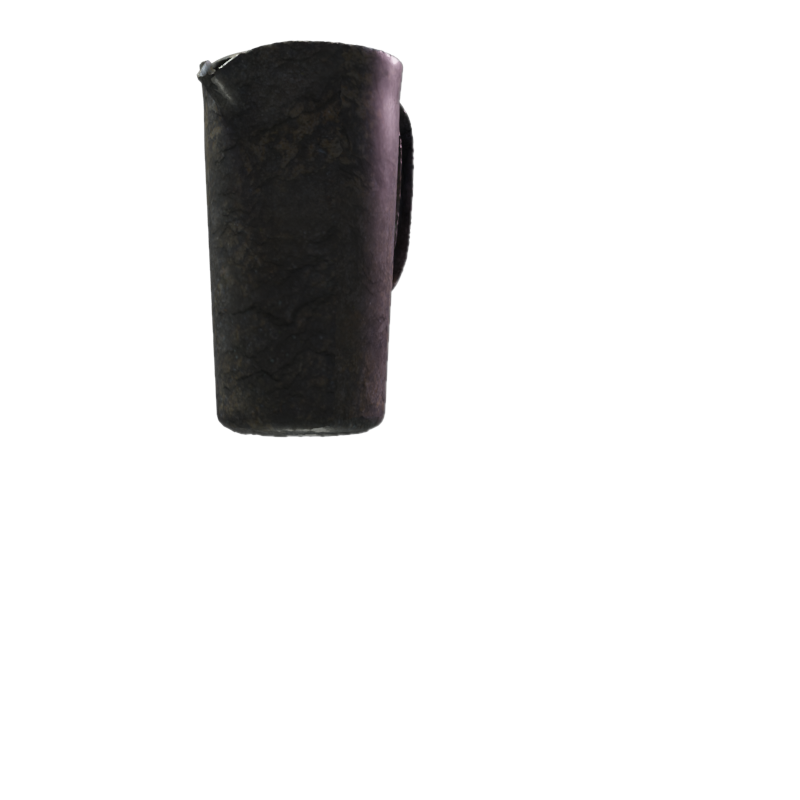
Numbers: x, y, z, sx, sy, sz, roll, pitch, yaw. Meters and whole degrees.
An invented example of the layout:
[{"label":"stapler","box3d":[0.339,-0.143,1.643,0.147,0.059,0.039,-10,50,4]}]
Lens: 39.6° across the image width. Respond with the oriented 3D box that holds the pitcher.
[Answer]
[{"label":"pitcher","box3d":[-0.057,-0.103,0.725,0.148,0.245,0.145,0,-2,-5]}]
